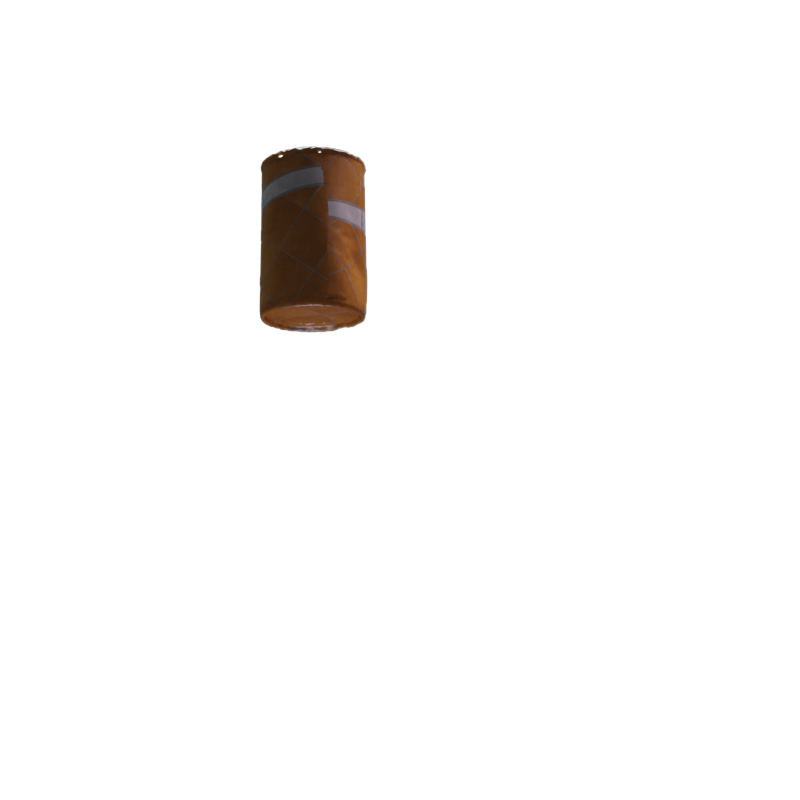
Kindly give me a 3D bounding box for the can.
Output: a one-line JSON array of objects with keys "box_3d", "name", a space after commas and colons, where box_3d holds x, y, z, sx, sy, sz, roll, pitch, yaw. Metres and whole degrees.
[{"box_3d": [-0.055, -0.100, 0.700, 0.068, 0.107, 0.066, 0, -16, -2], "name": "can"}]
